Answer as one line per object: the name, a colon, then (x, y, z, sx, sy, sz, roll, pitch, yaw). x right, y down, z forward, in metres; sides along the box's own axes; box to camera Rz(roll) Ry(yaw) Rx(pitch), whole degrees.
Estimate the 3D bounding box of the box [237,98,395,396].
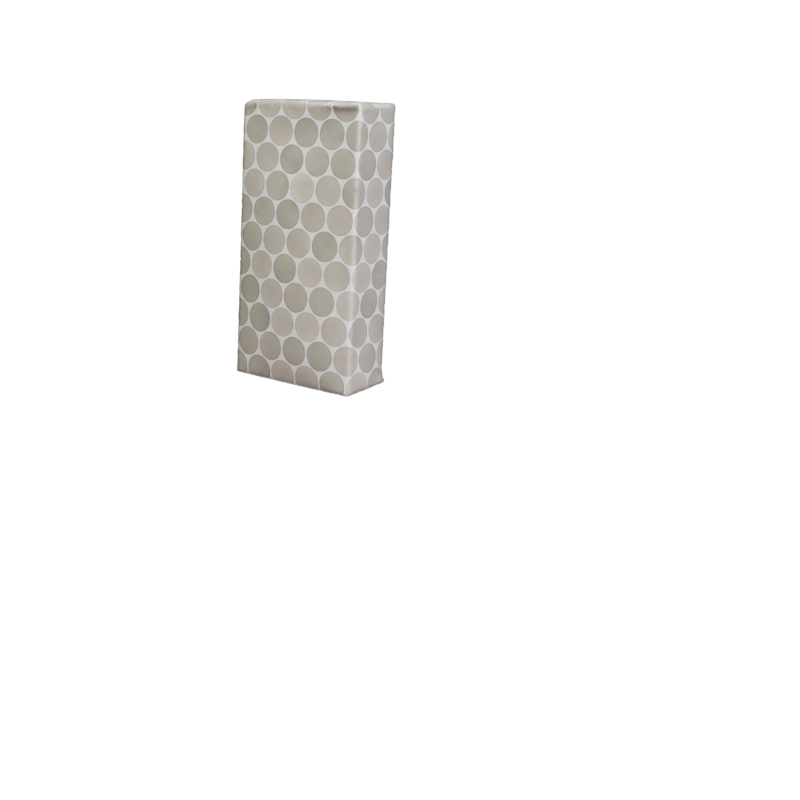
box: (-0.055, -0.099, 0.692, 0.098, 0.172, 0.047, 8, 12, 35)
